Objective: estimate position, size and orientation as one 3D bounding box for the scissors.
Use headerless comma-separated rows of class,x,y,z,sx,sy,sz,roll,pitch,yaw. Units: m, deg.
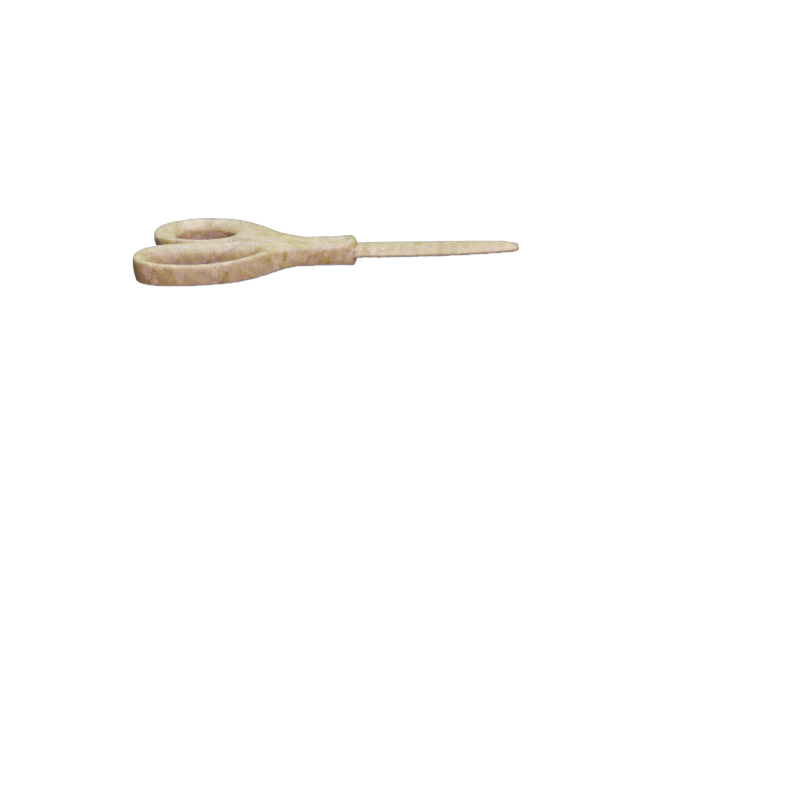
scissors,-0.047,-0.086,0.604,0.198,0.015,0.103,-9,26,-19
